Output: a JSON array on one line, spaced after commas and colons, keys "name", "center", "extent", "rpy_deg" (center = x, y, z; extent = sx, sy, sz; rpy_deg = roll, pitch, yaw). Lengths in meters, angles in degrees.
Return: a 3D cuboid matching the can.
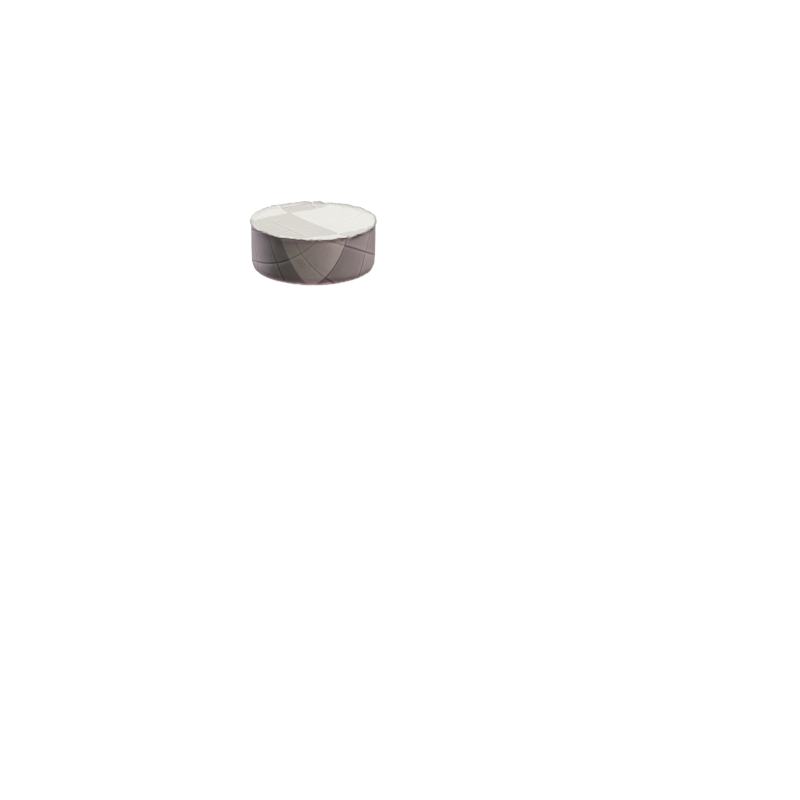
[{"name": "can", "center": [-0.059, -0.108, 0.756], "extent": [0.086, 0.032, 0.090], "rpy_deg": [-1, 25, -2]}]
